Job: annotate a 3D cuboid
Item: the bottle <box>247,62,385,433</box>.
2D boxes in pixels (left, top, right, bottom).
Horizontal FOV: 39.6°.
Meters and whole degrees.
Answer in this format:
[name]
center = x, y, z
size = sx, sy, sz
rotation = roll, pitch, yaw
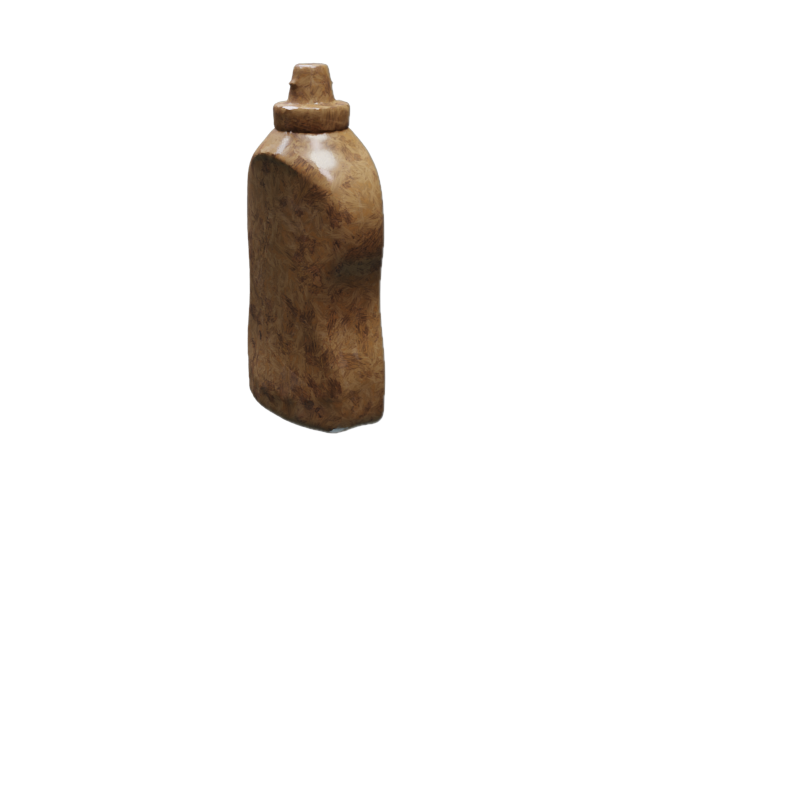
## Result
[bottle]
center = -0.048, -0.086, 0.603
size = 0.057, 0.185, 0.102
rotation = -9, 18, -33
